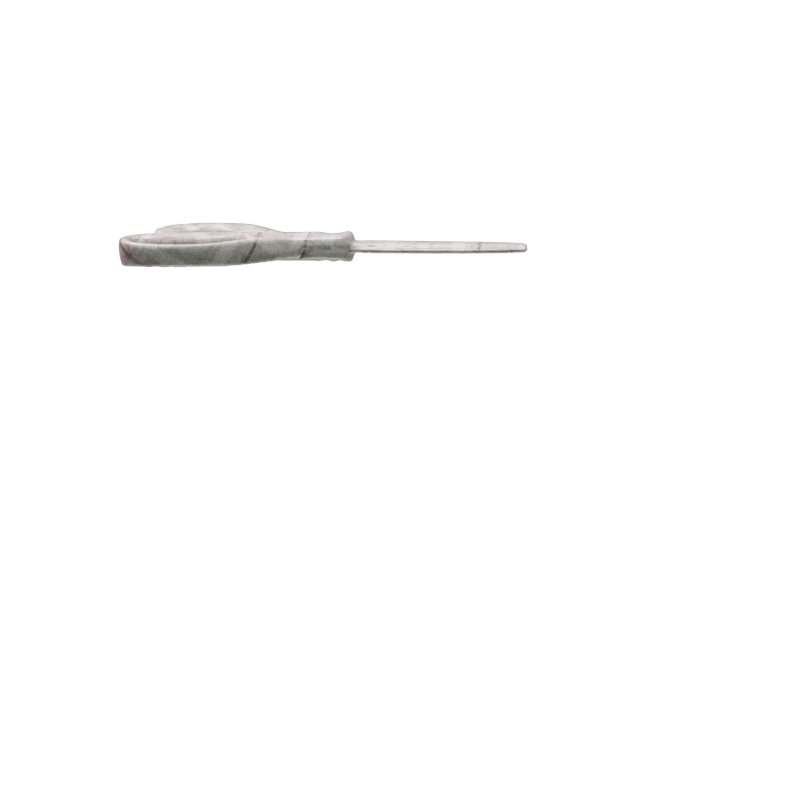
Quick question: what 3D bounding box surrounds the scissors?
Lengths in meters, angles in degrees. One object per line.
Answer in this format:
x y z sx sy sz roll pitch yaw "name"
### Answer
-0.046 -0.083 0.583 0.199 0.015 0.100 -3 16 -12 "scissors"
